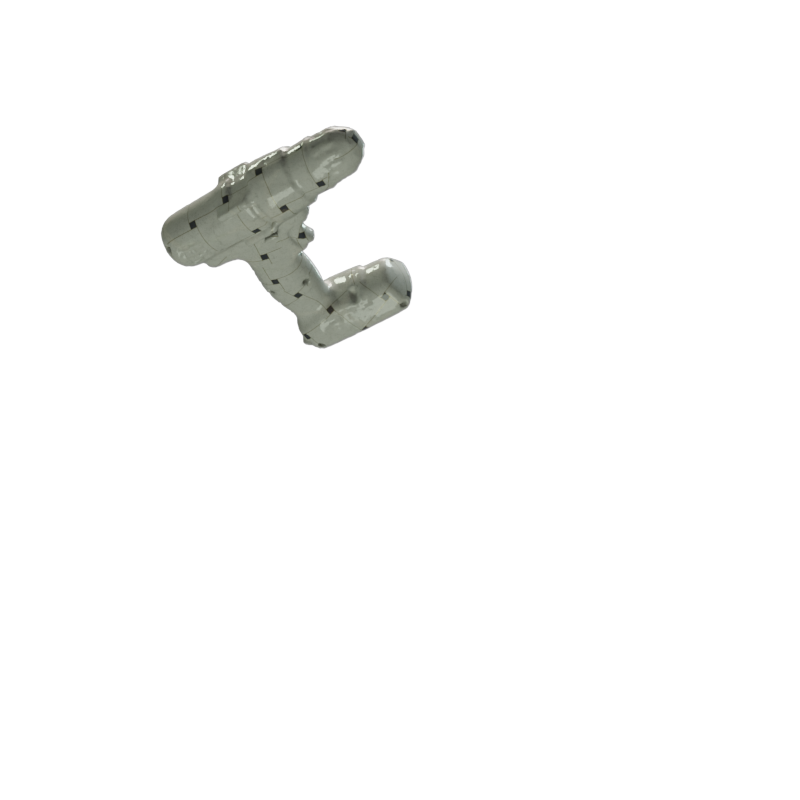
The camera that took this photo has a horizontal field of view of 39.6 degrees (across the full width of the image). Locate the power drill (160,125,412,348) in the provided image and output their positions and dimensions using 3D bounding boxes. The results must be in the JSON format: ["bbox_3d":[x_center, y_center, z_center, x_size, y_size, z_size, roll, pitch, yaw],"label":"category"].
[{"bbox_3d":[-0.070,-0.128,0.897,0.185,0.062,0.174,-24,-45,26],"label":"power drill"}]
